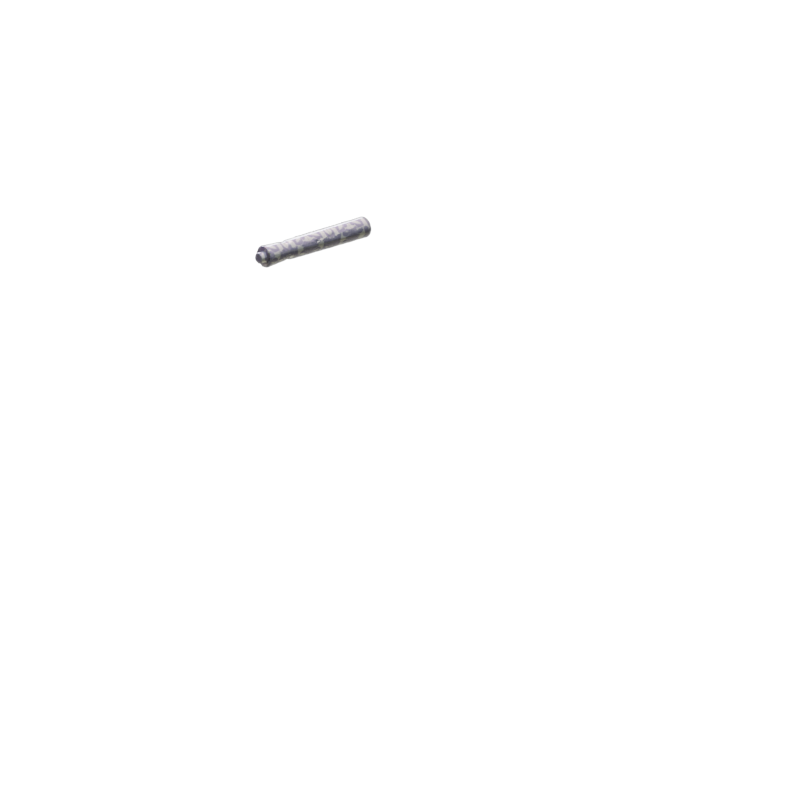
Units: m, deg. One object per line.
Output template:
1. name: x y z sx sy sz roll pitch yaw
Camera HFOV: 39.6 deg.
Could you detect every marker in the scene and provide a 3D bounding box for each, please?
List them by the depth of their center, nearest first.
1. marker: -0.075 -0.136 0.952 0.119 0.019 0.021 -24 18 -39
